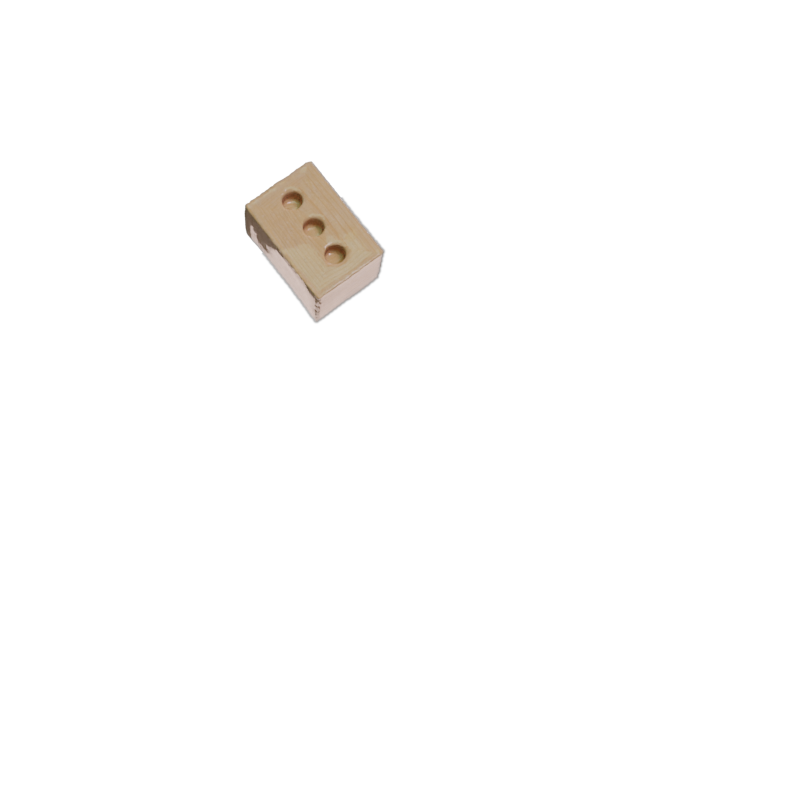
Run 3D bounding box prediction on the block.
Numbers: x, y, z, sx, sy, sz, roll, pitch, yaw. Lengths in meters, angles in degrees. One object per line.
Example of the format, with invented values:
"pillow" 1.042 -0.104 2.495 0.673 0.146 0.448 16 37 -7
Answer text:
"block" -0.054 -0.099 0.692 0.053 0.081 0.049 -36 -14 -12
